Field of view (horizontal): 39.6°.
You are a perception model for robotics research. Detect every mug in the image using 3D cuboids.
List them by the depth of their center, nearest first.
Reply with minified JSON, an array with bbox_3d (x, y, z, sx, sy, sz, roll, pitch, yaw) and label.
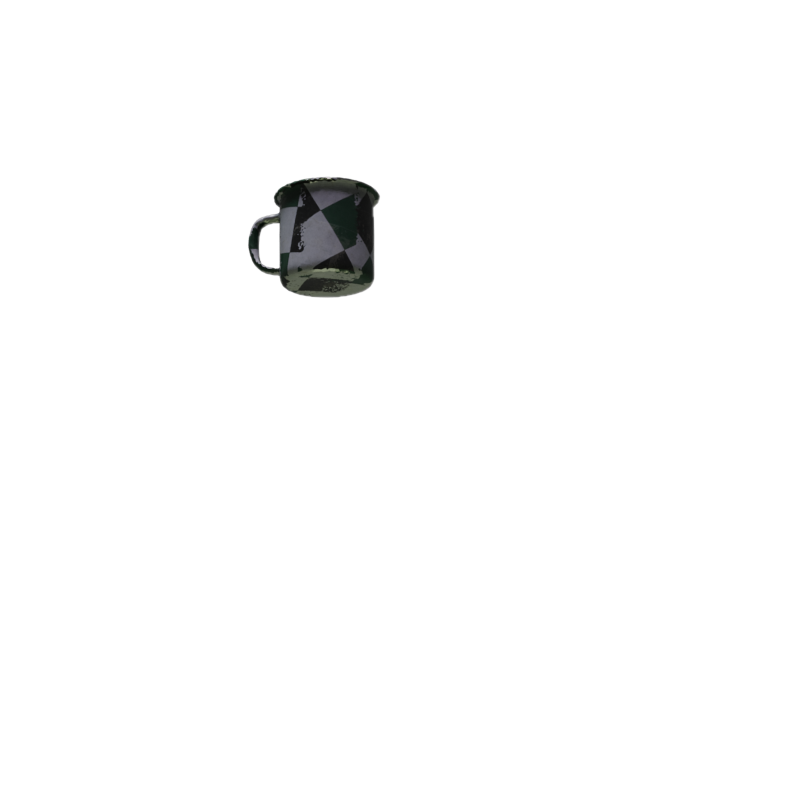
[{"bbox_3d":[-0.075,-0.137,0.960,0.118,0.085,0.088,-3,-16,10],"label":"mug"}]
